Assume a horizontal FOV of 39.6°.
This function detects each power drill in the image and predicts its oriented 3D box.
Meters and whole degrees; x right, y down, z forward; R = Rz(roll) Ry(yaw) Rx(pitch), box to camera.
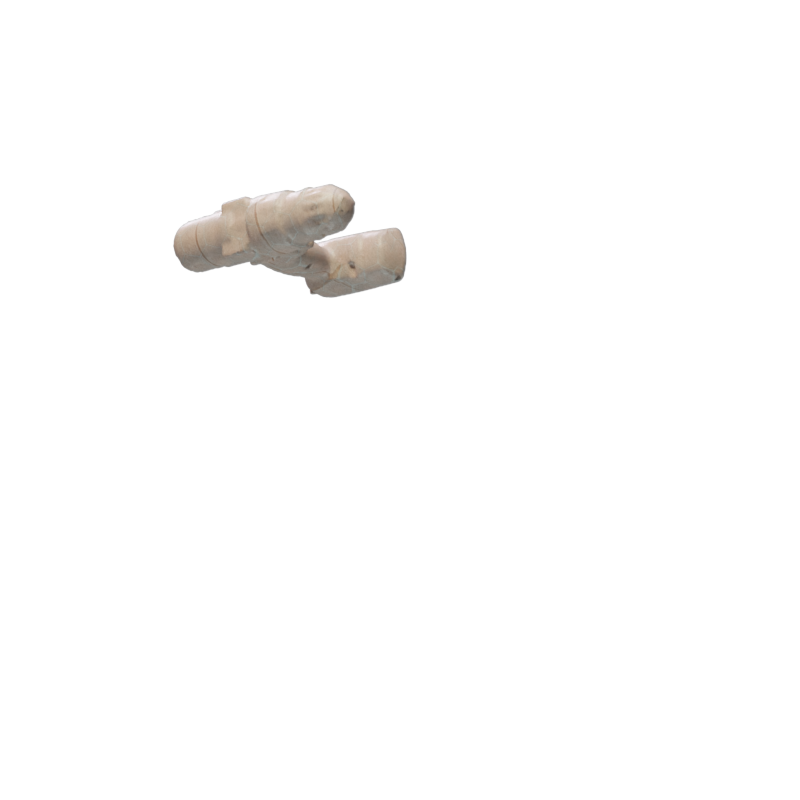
[{"bbox_3d":[-0.076,-0.139,0.976,0.189,0.059,0.177,-6,-11,36],"label":"power drill"}]
